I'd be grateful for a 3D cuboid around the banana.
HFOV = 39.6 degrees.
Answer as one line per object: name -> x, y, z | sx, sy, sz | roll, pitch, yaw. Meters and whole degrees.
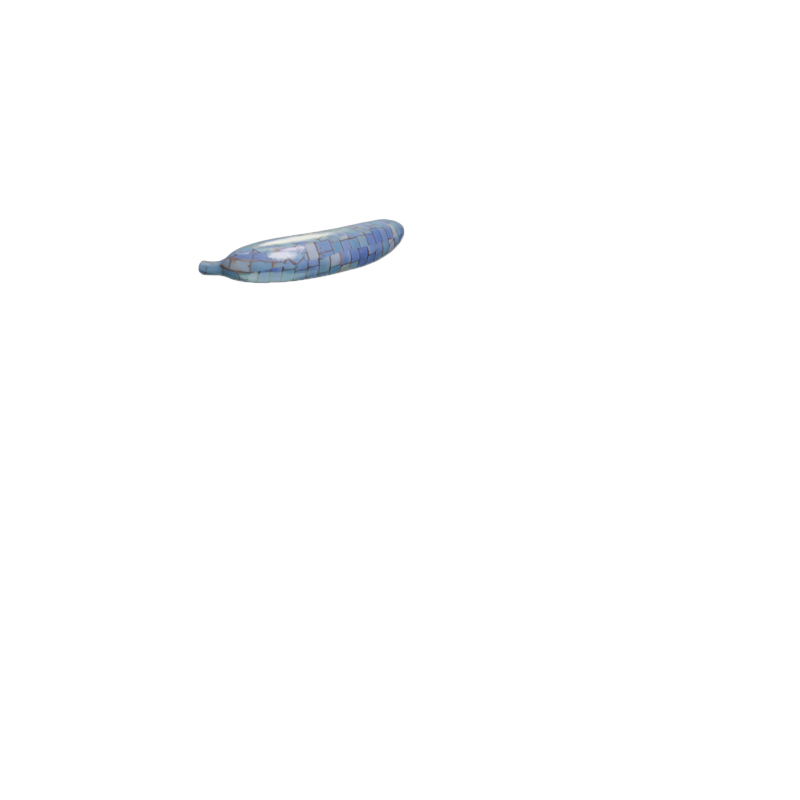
banana -> -0.069, -0.129, 0.943 | 0.194, 0.035, 0.074 | -13, 27, -27
